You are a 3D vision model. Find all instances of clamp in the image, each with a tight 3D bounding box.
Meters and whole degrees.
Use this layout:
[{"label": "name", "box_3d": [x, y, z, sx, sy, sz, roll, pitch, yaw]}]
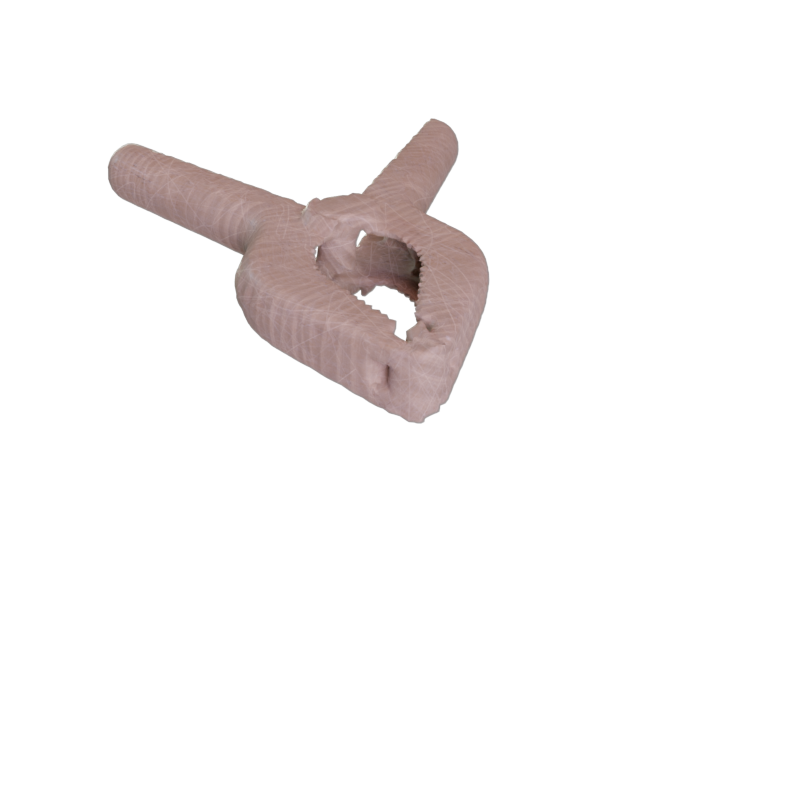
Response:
[{"label": "clamp", "box_3d": [-0.035, -0.063, 0.441, 0.163, 0.034, 0.225, -6, 34, -9]}]
